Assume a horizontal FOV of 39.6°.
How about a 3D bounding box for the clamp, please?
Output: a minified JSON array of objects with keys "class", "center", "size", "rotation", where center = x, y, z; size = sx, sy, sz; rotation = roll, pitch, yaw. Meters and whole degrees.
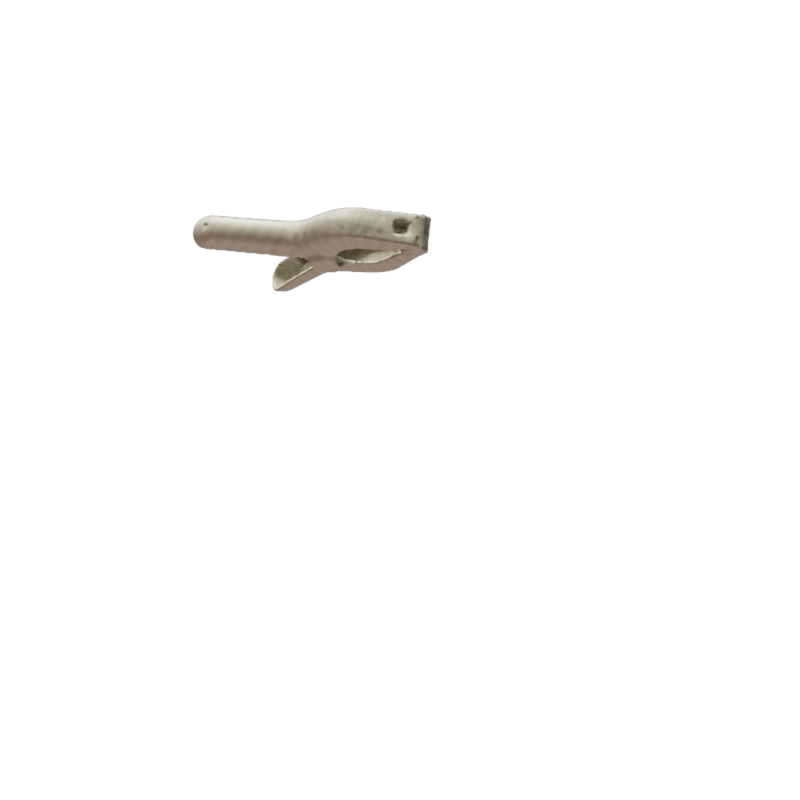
[{"class":"clamp","center":[-0.063,-0.116,0.809],"size":[0.175,0.041,0.113],"rotation":[-8,-14,37]}]
